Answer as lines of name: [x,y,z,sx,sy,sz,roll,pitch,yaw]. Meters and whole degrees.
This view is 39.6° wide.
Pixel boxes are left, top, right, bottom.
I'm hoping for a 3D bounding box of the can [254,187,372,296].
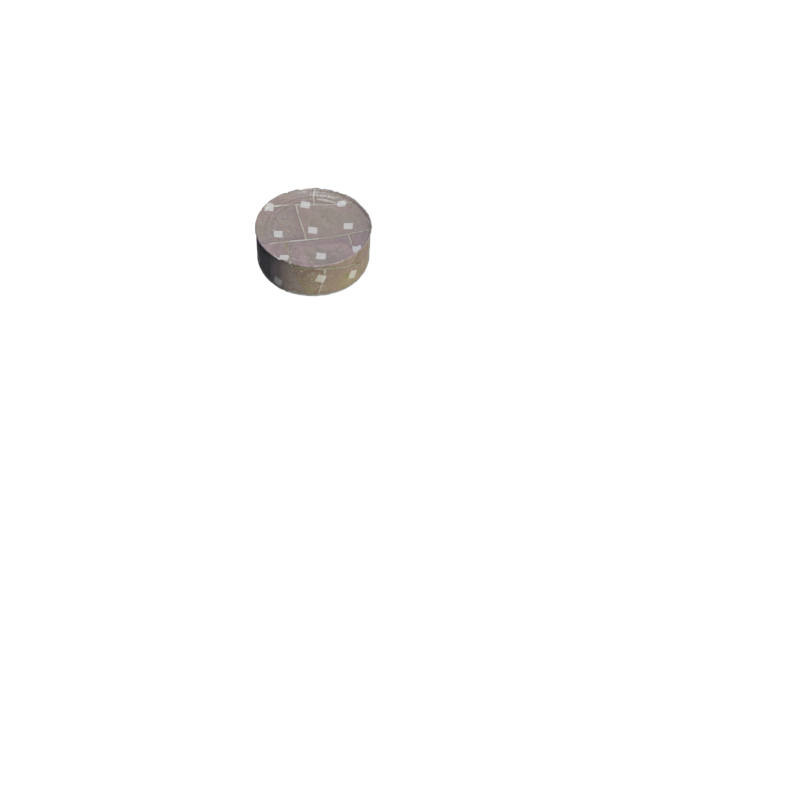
can: [-0.064,-0.117,0.822,0.086,0.092,0.031,-1,-43,-1]
